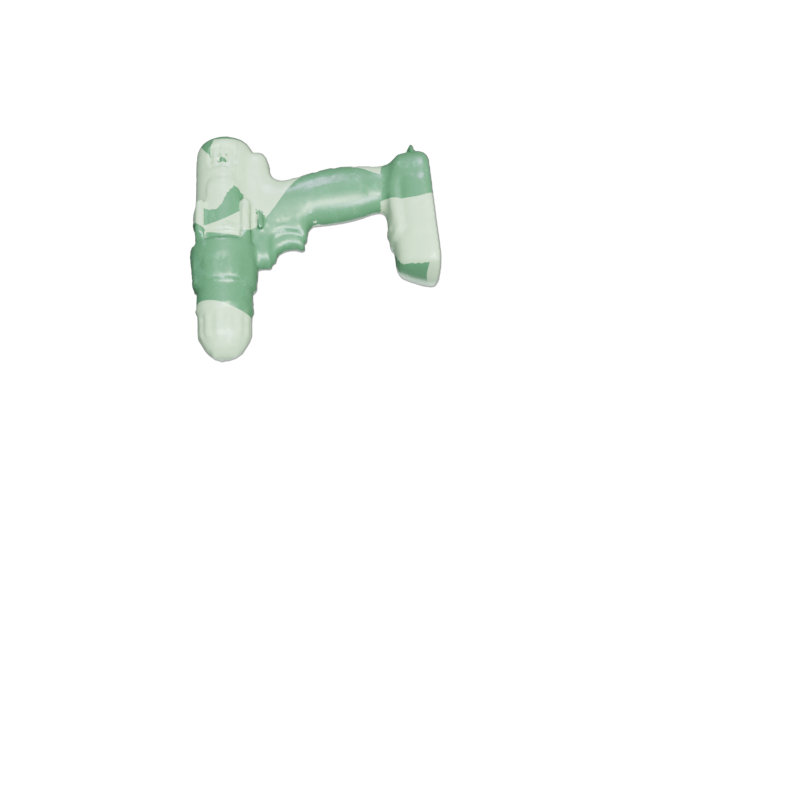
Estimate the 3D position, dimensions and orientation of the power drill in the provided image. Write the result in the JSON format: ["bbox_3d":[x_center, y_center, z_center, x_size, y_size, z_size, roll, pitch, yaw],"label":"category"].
[{"bbox_3d":[-0.066,-0.120,0.842,0.187,0.195,0.054,-3,-24,-2],"label":"power drill"}]
